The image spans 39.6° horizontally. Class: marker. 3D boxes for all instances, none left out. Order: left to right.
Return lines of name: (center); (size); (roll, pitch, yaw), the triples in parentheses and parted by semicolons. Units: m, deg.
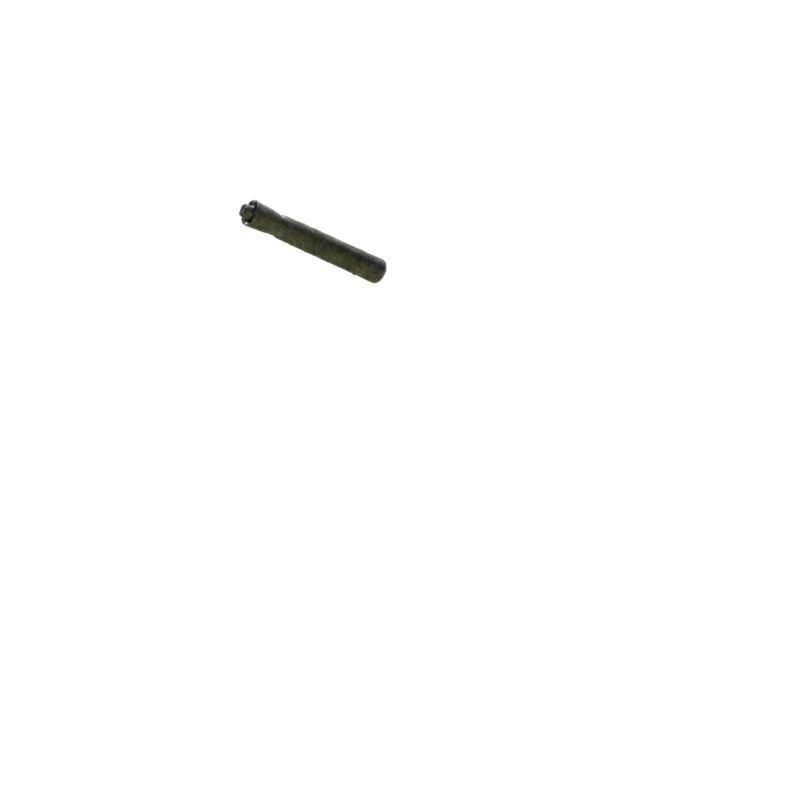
marker: (-0.060, -0.110, 0.770); (0.114, 0.020, 0.020); (21, -9, -33)
